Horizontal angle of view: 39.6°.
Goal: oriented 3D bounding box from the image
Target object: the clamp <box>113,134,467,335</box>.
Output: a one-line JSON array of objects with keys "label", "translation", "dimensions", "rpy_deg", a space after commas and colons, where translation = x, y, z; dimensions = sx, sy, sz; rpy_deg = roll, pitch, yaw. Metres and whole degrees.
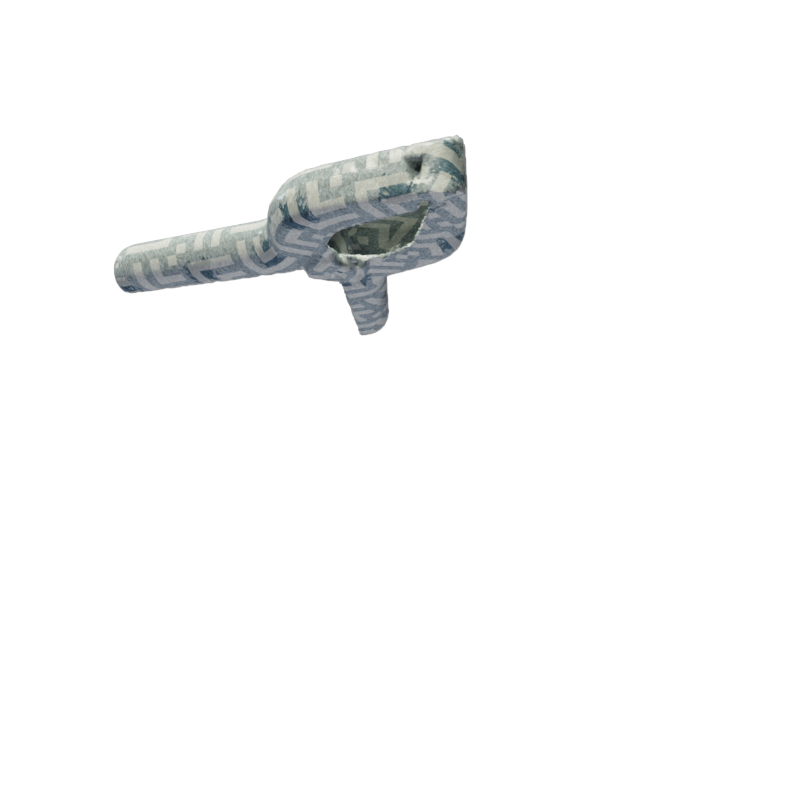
[{"label": "clamp", "translation": [-0.043, -0.078, 0.546], "dimensions": [0.159, 0.038, 0.208], "rpy_deg": [6, -16, -24]}]
